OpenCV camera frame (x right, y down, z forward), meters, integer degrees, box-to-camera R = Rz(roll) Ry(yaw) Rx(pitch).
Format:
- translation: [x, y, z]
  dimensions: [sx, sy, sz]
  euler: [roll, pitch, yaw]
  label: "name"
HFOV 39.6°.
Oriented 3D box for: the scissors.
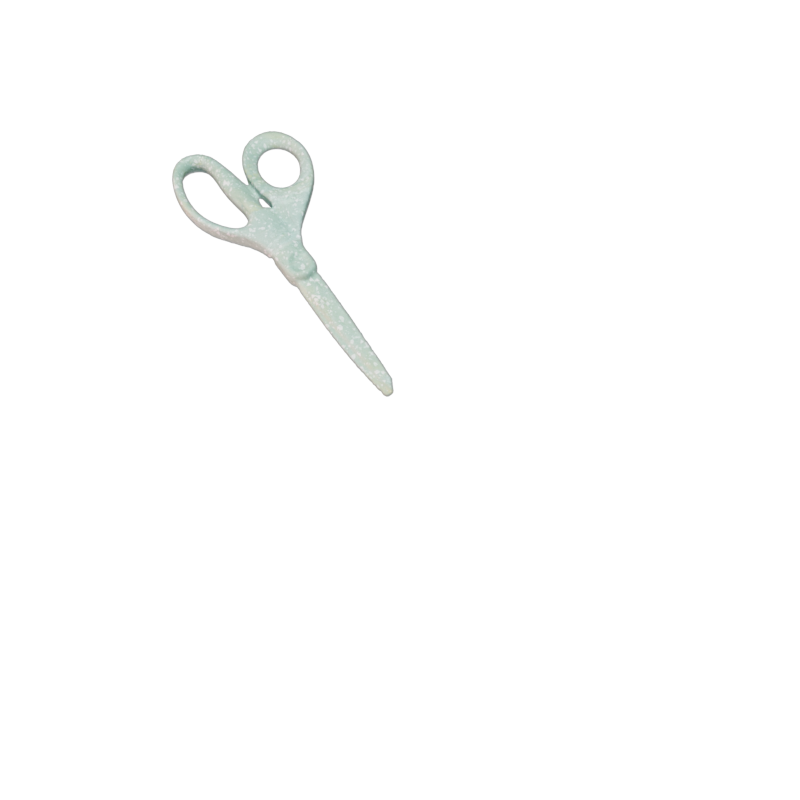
- translation: [-0.052, -0.095, 0.667]
  dimensions: [0.212, 0.097, 0.015]
  euler: [38, -24, 21]
  label: "scissors"
